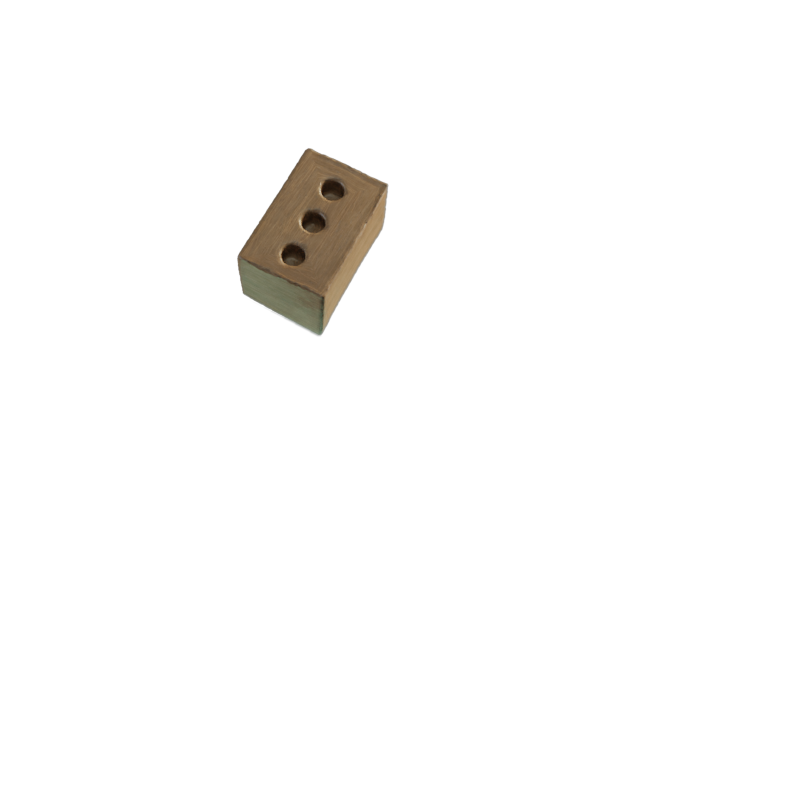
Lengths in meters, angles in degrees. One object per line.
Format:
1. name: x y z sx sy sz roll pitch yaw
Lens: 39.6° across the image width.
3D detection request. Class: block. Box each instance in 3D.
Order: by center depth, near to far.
1. block: -0.048 -0.087 0.608 0.054 0.080 0.049 25 -21 8
